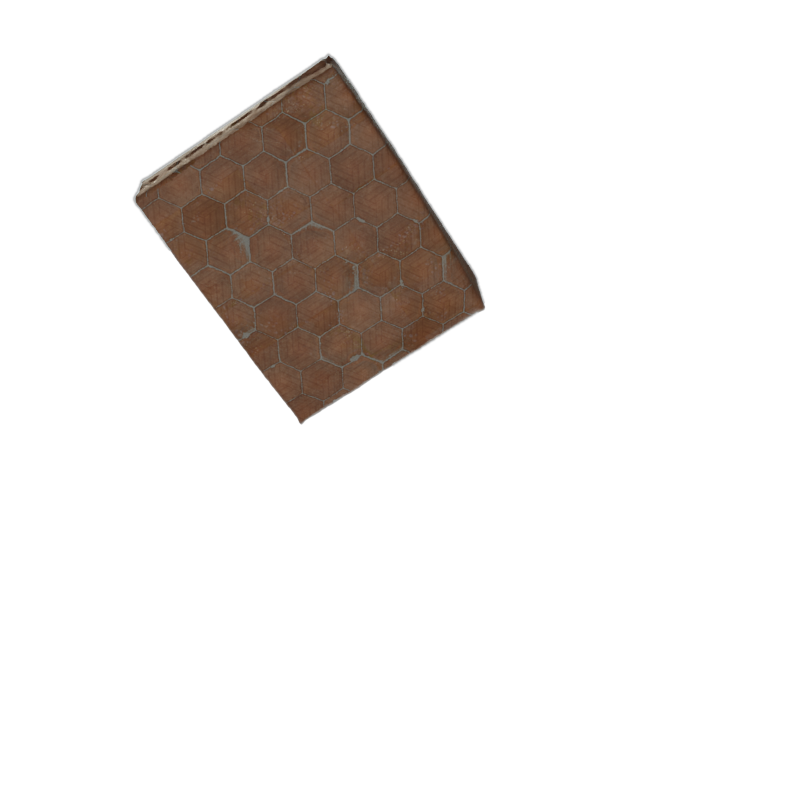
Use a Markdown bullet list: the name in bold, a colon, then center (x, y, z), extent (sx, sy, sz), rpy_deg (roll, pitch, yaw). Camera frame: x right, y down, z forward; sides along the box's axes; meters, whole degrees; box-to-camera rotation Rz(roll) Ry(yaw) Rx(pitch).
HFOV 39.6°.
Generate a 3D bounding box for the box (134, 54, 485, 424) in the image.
- **box**: center (-0.033, -0.061, 0.427), extent (0.090, 0.110, 0.040), rpy_deg (-32, 14, 8)
